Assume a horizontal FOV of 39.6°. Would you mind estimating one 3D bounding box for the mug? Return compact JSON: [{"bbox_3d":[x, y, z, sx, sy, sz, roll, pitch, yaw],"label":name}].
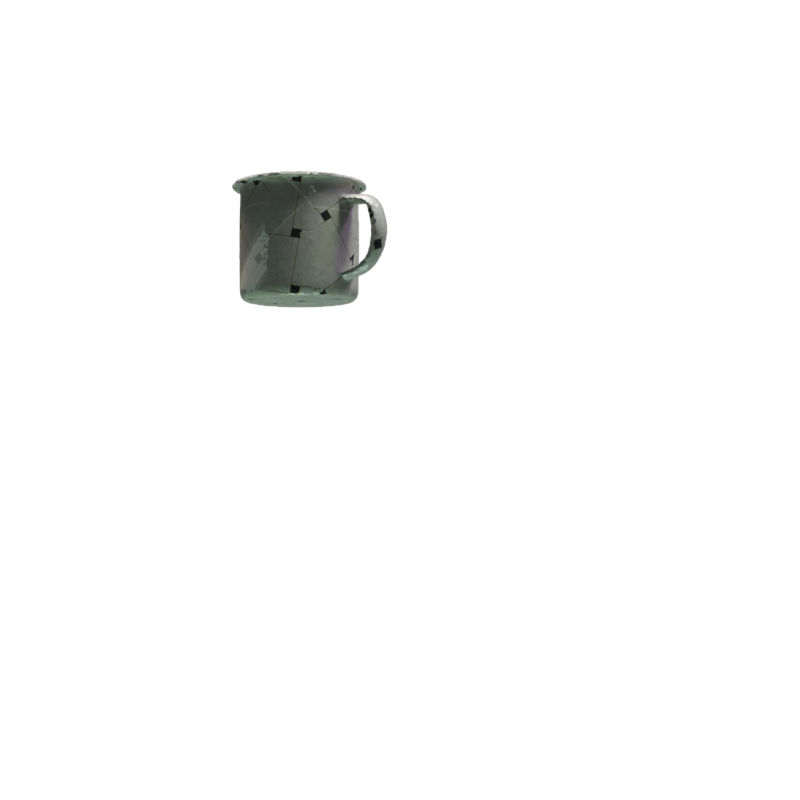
[{"bbox_3d":[-0.059,-0.108,0.754,0.121,0.083,0.089,-3,-5,33],"label":"mug"}]
